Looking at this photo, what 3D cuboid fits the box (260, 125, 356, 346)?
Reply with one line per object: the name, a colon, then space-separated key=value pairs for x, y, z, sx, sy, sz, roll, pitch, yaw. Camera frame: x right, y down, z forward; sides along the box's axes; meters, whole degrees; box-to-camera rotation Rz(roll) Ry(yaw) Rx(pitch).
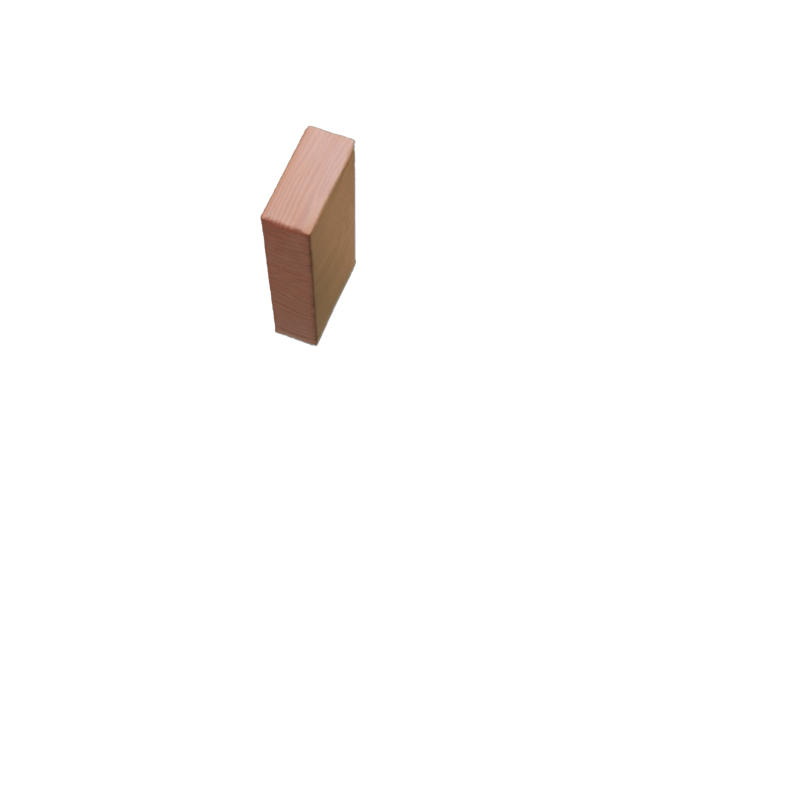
box: x=-0.068 y=-0.125 z=0.876 sx=0.049 sy=0.097 sz=0.166 roll=20 pitch=-25 yaw=5
